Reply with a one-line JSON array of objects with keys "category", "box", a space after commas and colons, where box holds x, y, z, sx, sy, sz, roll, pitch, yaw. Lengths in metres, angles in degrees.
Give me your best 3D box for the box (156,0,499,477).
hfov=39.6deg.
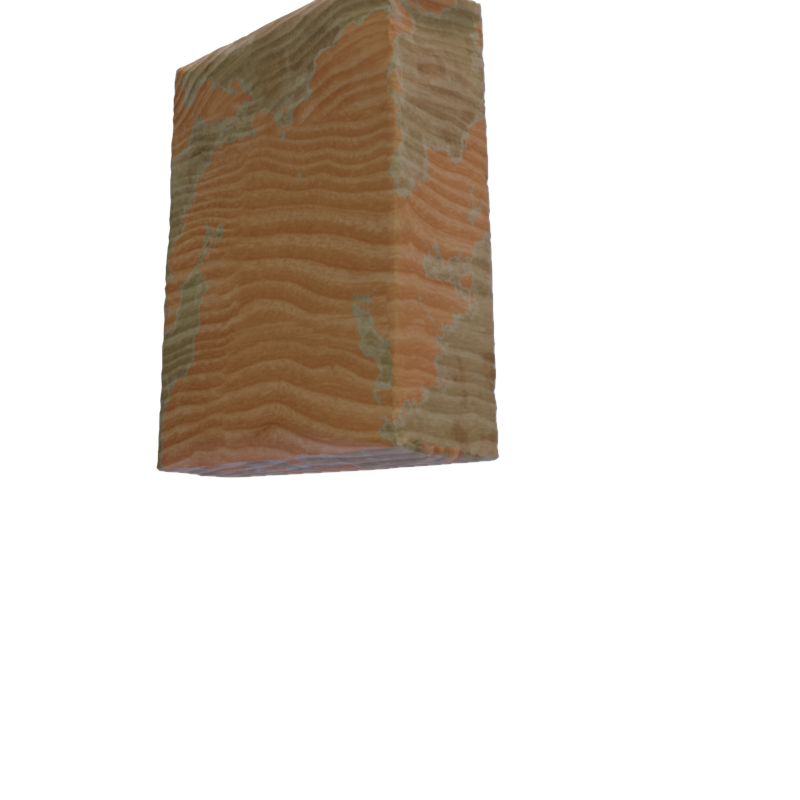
[{"category": "box", "box": [-0.041, -0.075, 0.527, 0.168, 0.221, 0.068, -12, -17, 43]}]
